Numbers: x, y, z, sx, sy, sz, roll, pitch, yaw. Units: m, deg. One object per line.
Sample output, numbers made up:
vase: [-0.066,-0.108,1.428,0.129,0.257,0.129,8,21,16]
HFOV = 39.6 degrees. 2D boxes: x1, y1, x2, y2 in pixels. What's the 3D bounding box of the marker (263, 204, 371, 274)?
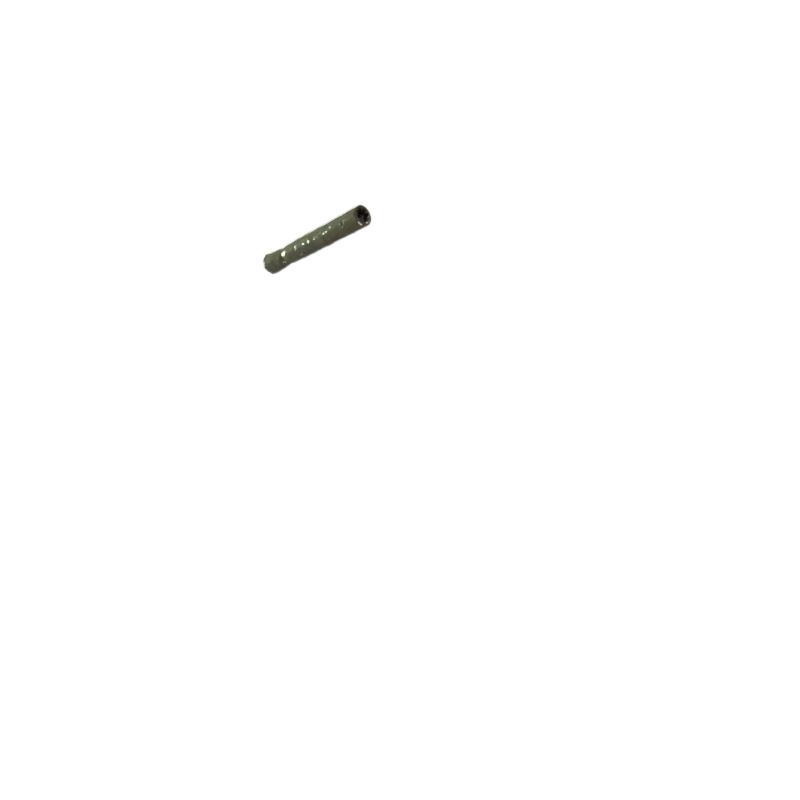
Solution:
marker: [-0.072,-0.132,0.921,0.122,0.020,0.019,-20,-11,42]
